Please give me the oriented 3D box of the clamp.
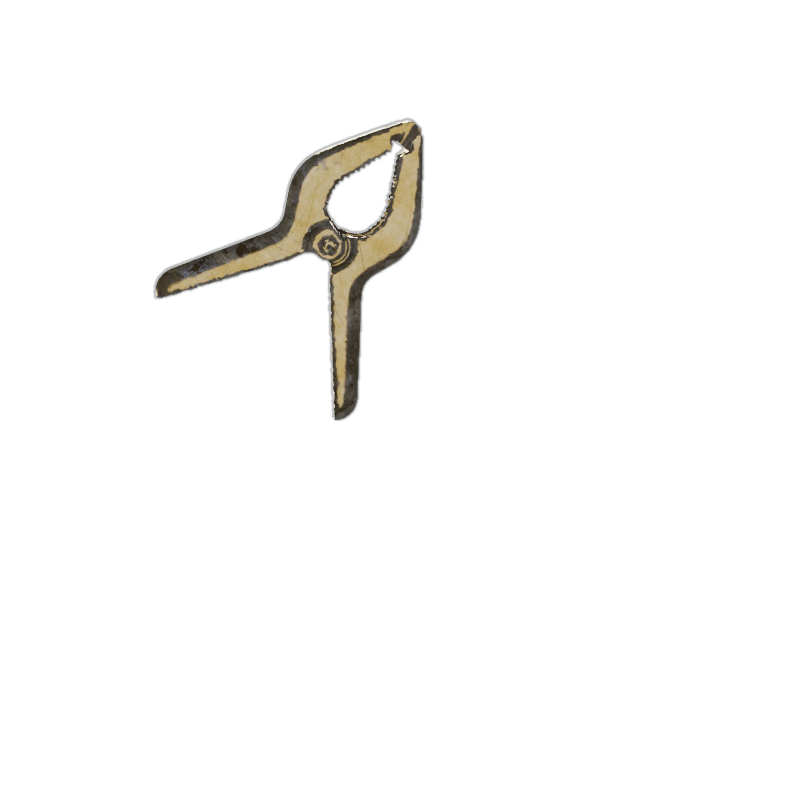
[{"bbox_3d":[-0.060,-0.109,0.764,0.163,0.207,0.037,28,9,-5],"label":"clamp"}]
